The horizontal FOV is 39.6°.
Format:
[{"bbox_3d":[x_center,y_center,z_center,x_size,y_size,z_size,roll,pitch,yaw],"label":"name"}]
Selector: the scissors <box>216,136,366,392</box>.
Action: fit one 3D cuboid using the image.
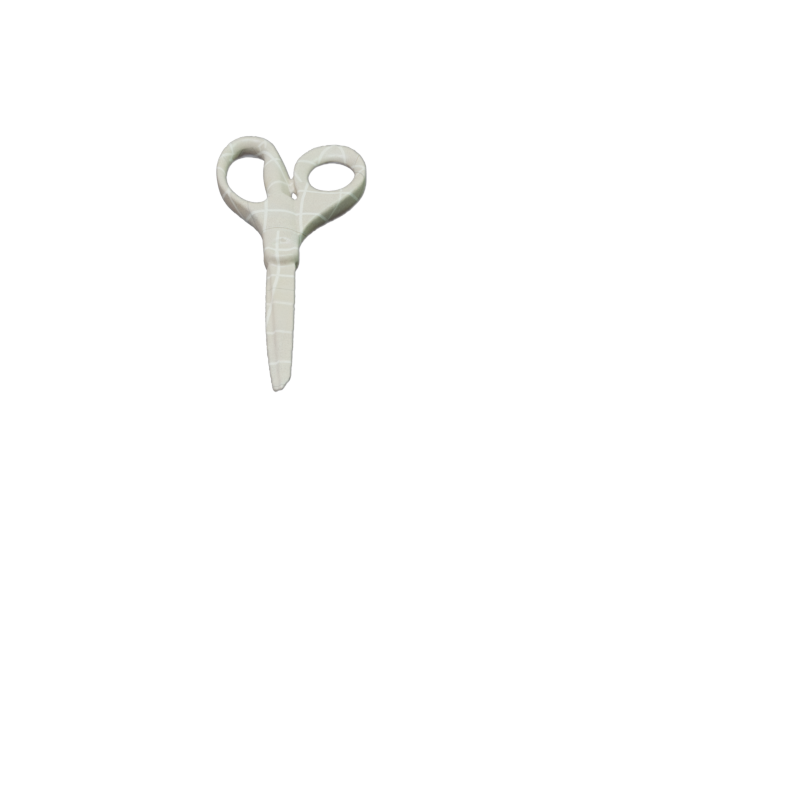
[{"bbox_3d":[-0.047,-0.085,0.599,0.095,0.015,0.219,-13,45,-13],"label":"scissors"}]
